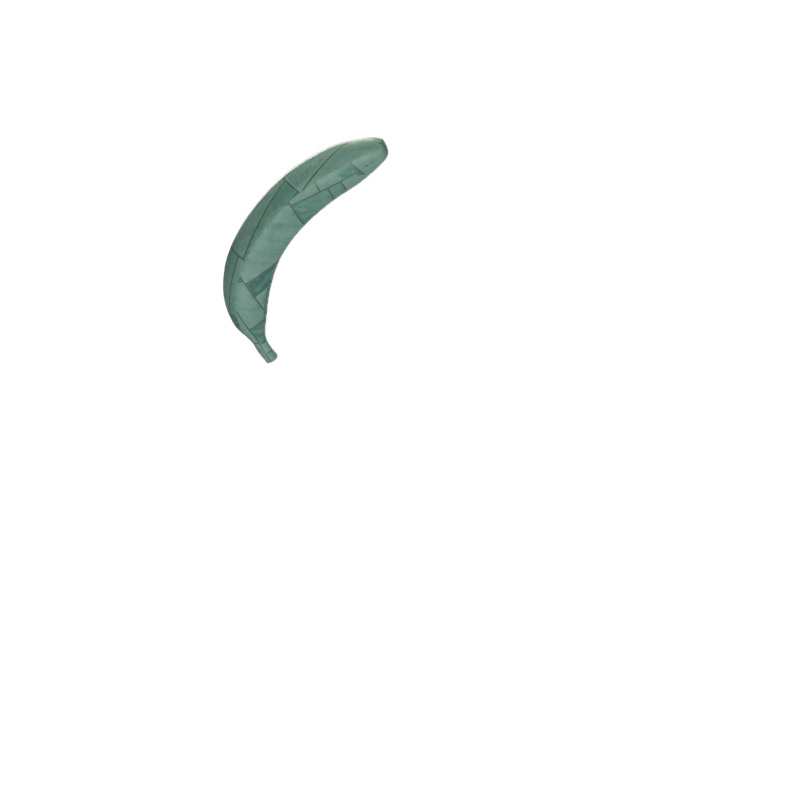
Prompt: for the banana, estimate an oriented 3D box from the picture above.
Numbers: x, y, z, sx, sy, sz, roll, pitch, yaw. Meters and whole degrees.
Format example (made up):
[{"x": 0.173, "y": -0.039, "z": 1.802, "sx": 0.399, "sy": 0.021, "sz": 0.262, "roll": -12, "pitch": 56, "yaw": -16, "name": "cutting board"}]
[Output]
[{"x": -0.082, "y": -0.120, "z": 0.814, "sx": 0.068, "sy": 0.191, "sz": 0.039, "roll": 25, "pitch": 26, "yaw": -14, "name": "banana"}]
